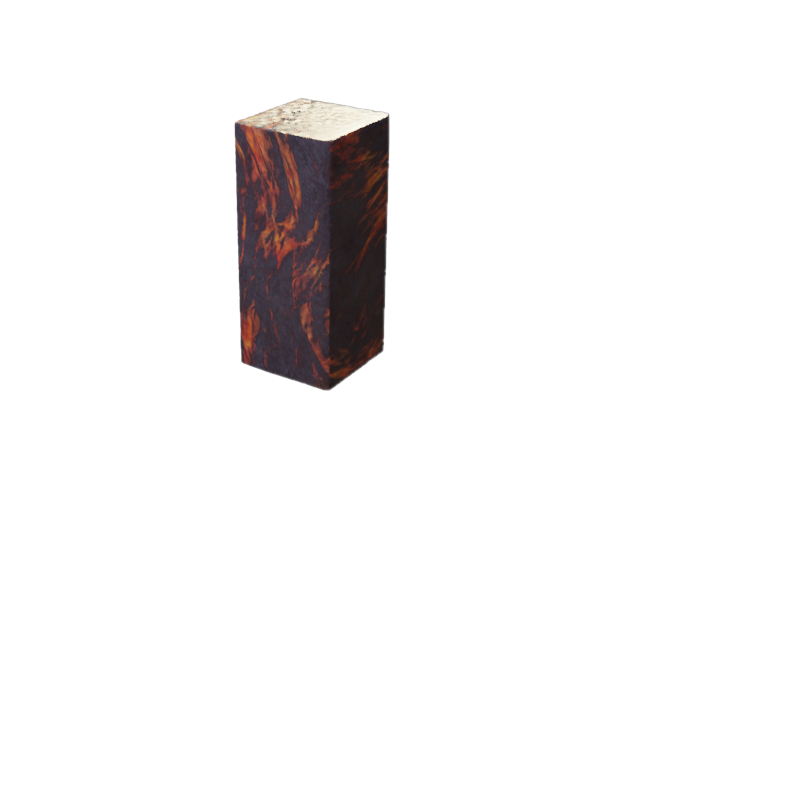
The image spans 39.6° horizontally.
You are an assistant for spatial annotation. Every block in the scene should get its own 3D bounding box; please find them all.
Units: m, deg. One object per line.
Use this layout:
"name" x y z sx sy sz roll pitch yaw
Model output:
"block" -0.069 -0.126 0.886 0.095 0.196 0.091 16 28 29
